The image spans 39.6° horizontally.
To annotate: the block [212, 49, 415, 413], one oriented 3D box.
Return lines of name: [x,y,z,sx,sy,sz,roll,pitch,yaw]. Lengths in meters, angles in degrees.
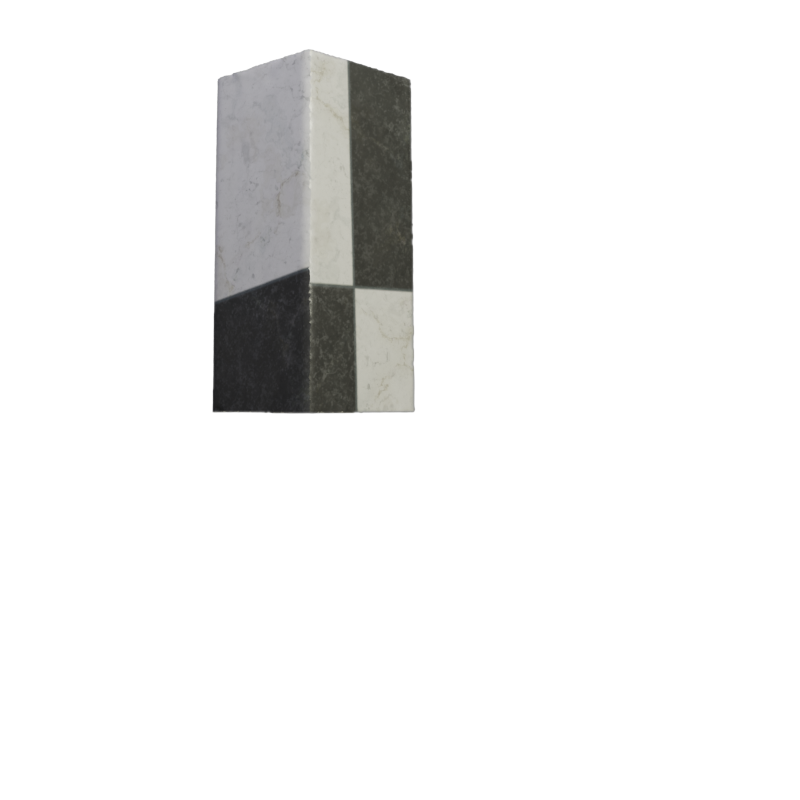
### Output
block: [-0.053,-0.097,0.678,0.093,0.210,0.086,-7,-9,44]
